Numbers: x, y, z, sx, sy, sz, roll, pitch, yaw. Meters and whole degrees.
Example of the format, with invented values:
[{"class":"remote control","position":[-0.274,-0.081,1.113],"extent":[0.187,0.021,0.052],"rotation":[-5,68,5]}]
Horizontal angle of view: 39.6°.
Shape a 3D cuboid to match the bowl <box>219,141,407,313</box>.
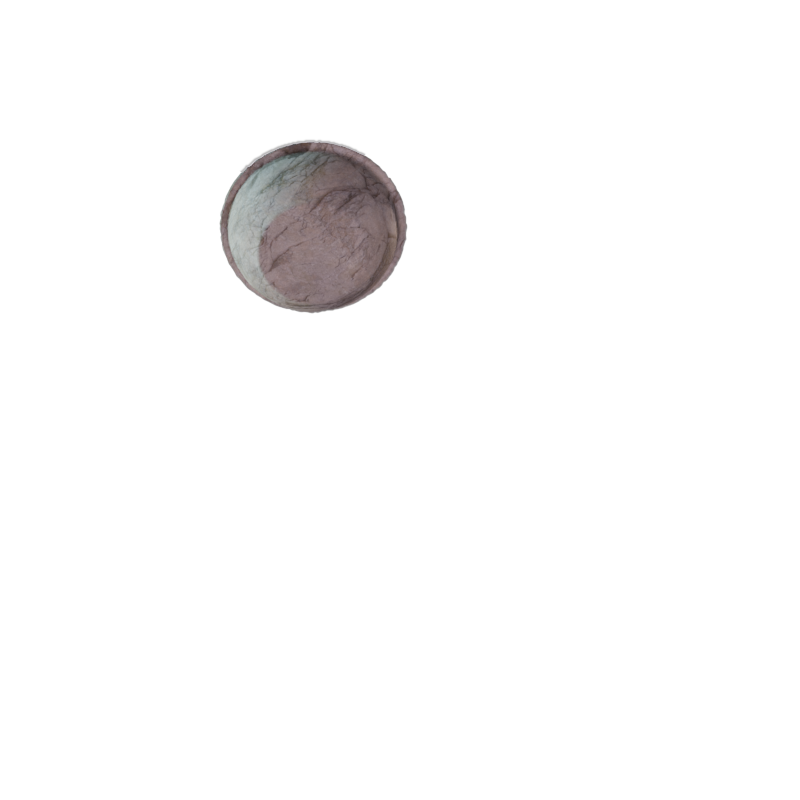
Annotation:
[{"class":"bowl","position":[-0.073,-0.133,0.935],"extent":[0.162,0.153,0.058],"rotation":[1,26,-1]}]
